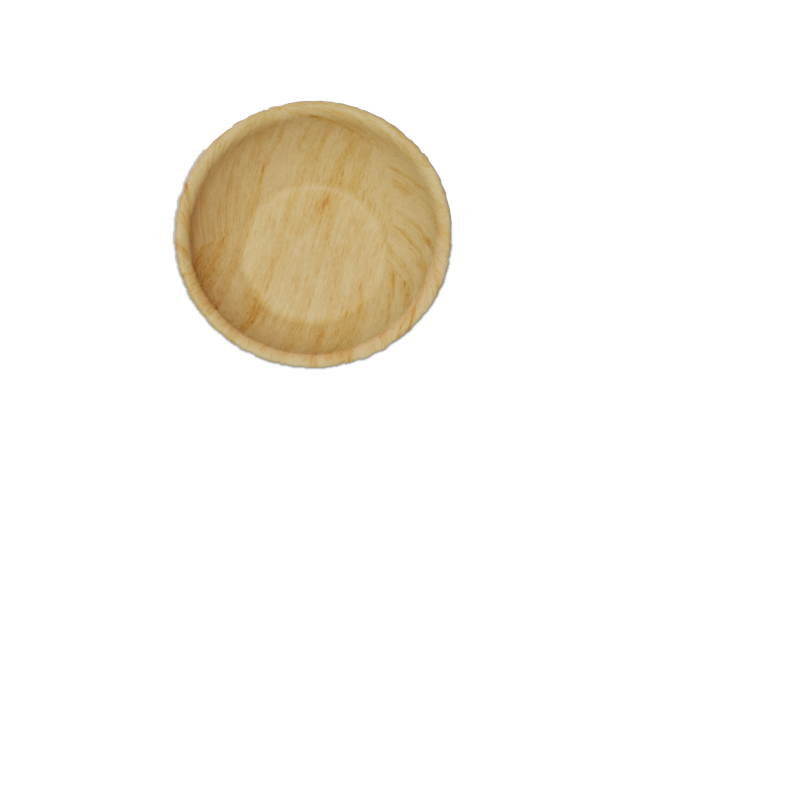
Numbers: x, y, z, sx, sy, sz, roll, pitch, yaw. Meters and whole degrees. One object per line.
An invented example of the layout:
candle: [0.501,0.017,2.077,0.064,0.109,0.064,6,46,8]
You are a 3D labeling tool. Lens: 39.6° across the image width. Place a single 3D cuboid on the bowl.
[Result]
bowl: [-0.052,-0.095,0.666,0.162,0.168,0.053,0,-15,-1]
